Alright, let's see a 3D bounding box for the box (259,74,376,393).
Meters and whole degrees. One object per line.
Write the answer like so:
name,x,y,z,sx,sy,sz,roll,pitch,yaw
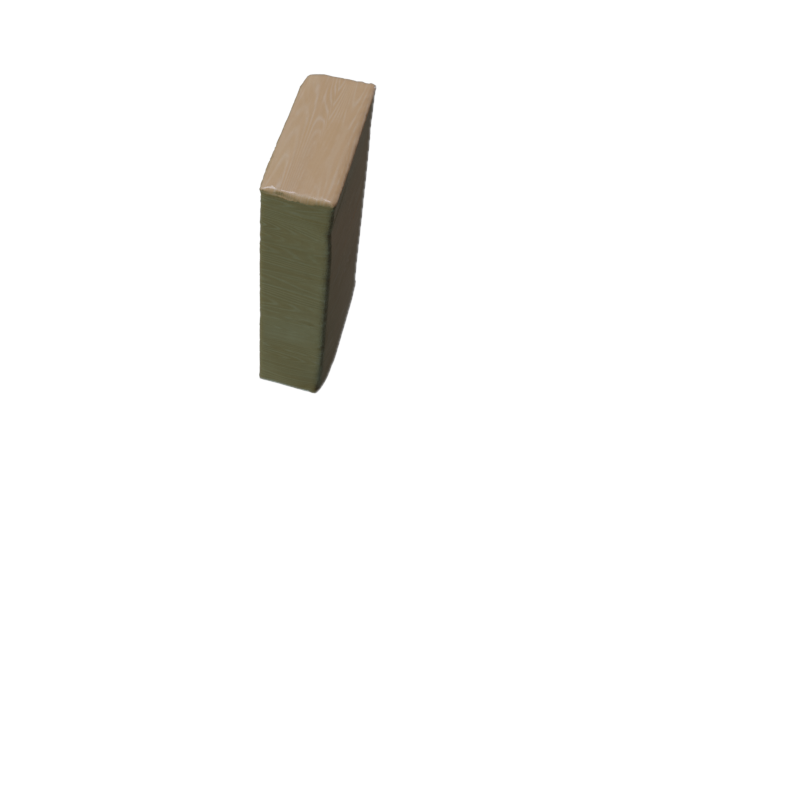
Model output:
box,-0.050,-0.090,0.631,0.049,0.098,0.165,12,-35,4
